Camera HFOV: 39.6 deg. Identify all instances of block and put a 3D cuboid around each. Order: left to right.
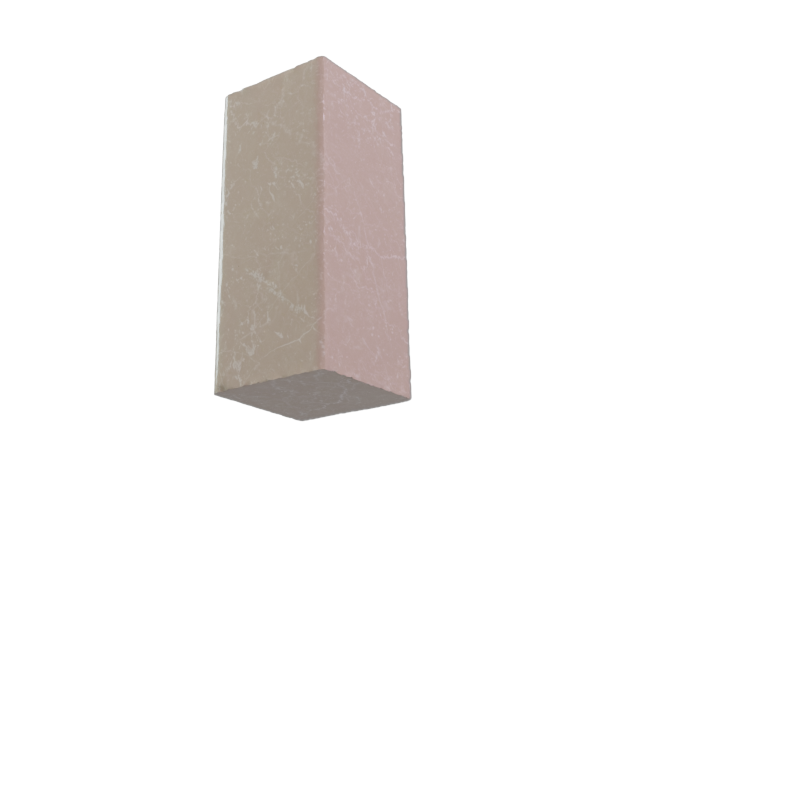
[{"bbox_3d":[-0.056,-0.102,0.715,0.092,0.217,0.085,-16,-25,33],"label":"block"}]
